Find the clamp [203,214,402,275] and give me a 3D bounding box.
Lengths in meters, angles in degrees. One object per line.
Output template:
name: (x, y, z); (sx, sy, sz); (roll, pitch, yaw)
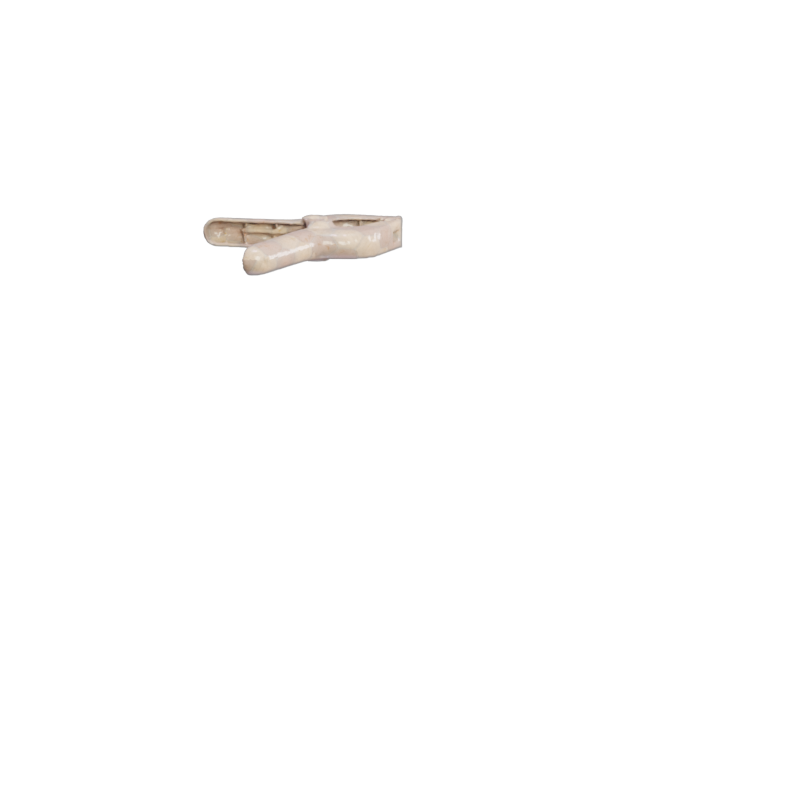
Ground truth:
clamp: (-0.073, -0.133, 0.930); (0.169, 0.037, 0.128); (-7, 28, -13)
